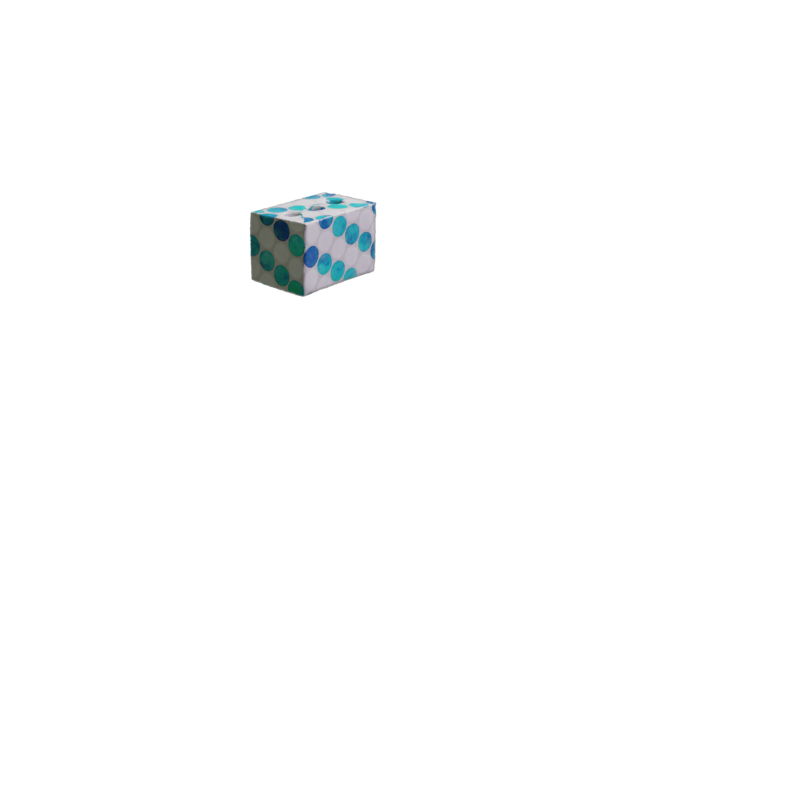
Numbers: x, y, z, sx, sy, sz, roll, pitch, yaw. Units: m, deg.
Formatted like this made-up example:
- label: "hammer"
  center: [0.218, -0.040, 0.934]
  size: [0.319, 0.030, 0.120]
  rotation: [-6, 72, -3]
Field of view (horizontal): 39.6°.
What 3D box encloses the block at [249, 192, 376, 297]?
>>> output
- label: "block"
  center: [-0.061, -0.111, 0.775]
  size: [0.056, 0.049, 0.077]
  rotation: [17, 27, 35]
